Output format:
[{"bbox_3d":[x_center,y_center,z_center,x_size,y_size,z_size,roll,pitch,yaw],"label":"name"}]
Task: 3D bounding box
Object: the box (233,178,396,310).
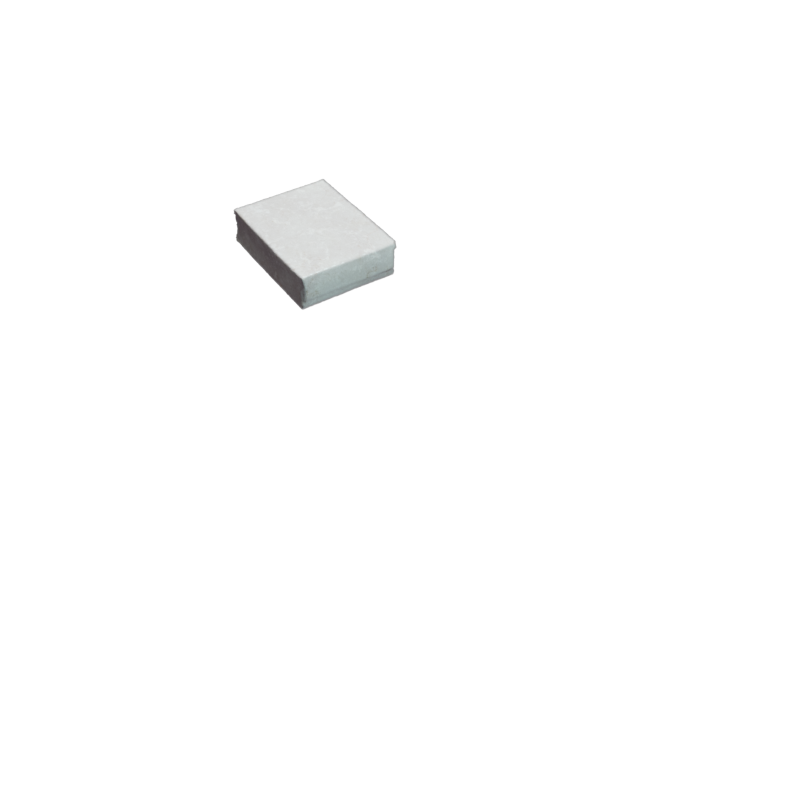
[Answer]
[{"bbox_3d":[-0.071,-0.130,0.911,0.089,0.036,0.122,-22,44,-26],"label":"box"}]
